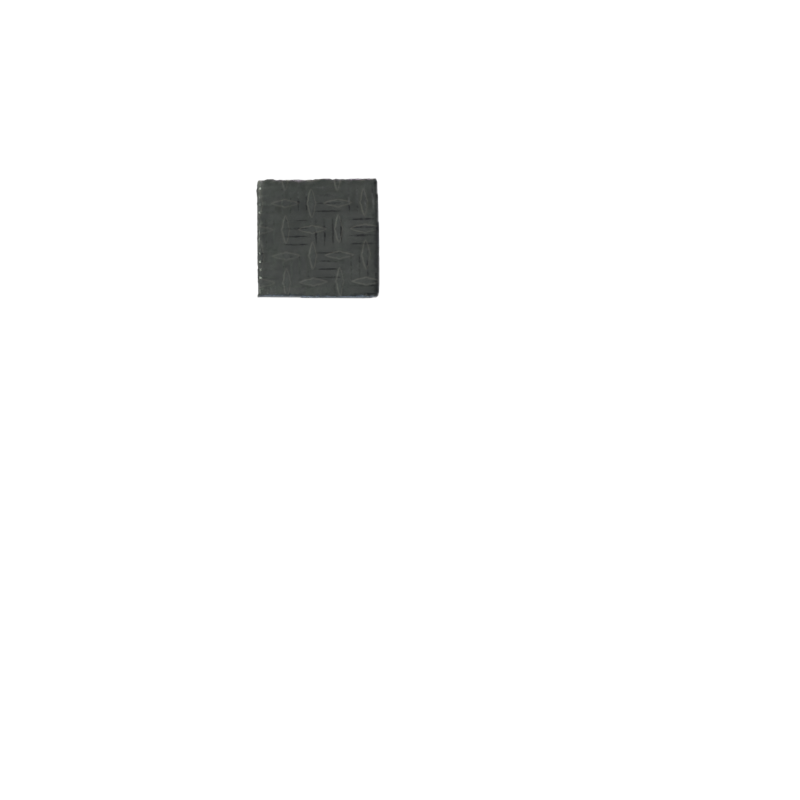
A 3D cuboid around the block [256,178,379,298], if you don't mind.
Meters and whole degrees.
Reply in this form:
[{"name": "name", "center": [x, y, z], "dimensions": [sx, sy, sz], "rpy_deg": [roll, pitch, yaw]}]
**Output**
[{"name": "block", "center": [-0.040, -0.072, 0.505], "dimensions": [0.052, 0.051, 0.079], "rpy_deg": [0, 3, -7]}]
